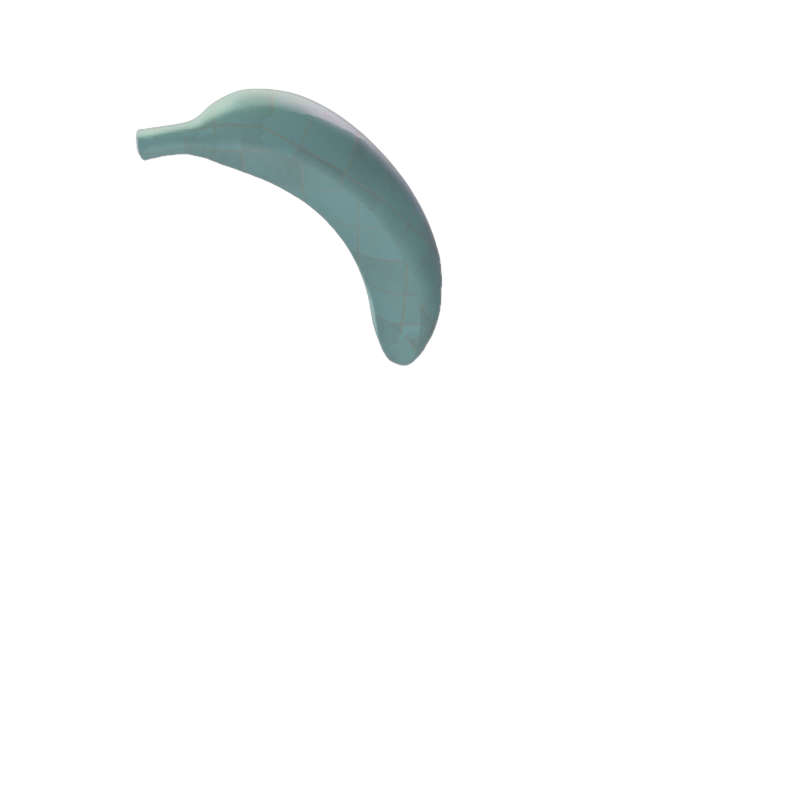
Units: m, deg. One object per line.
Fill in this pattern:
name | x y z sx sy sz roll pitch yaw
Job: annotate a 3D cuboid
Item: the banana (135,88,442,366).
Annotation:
banana | -0.025 -0.078 0.485 0.070 0.039 0.183 -23 -42 27
